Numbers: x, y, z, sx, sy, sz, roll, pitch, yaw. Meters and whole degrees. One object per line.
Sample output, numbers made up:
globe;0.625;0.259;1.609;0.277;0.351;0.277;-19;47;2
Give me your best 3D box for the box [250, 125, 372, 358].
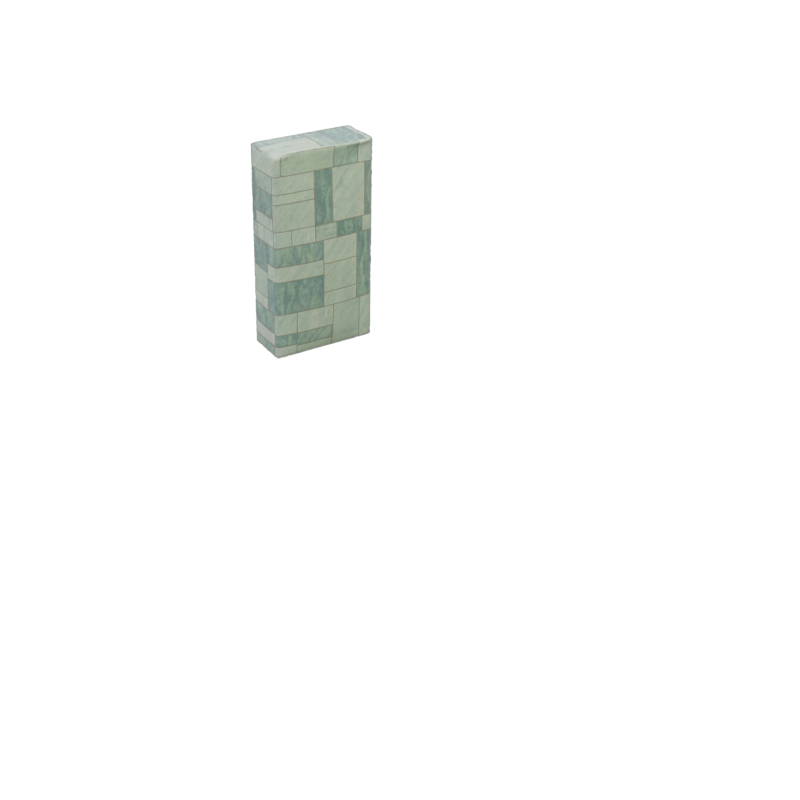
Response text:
box;-0.071;-0.129;0.904;0.092;0.166;0.052;-15;32;-29
